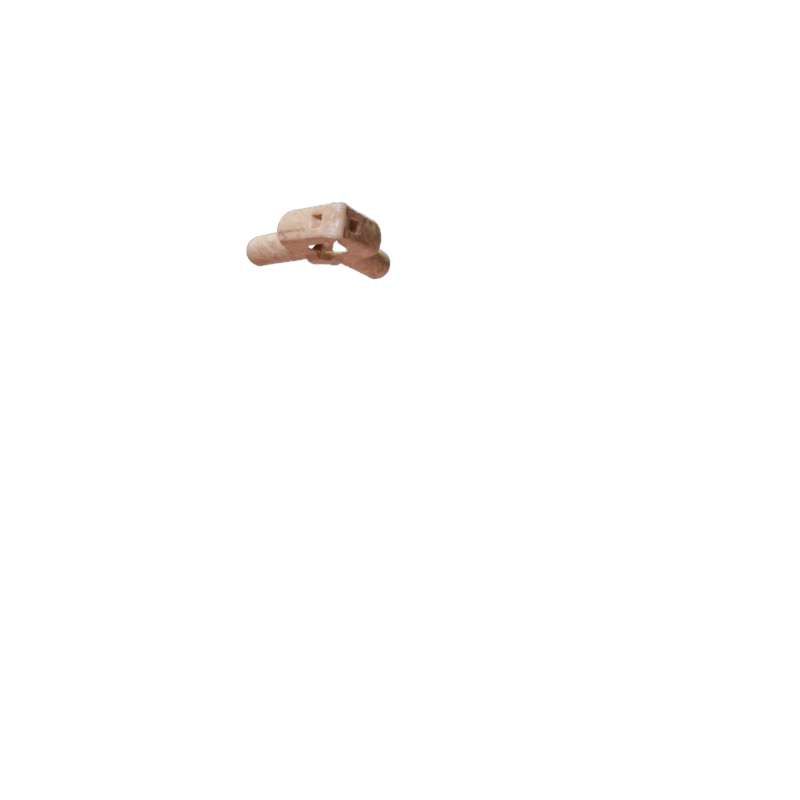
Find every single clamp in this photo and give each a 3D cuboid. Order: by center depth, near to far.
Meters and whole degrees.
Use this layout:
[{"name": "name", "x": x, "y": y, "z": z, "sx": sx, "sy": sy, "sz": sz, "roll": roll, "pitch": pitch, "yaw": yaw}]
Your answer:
[{"name": "clamp", "x": -0.068, "y": -0.124, "z": 0.868, "sx": 0.120, "sy": 0.040, "sz": 0.167, "roll": 0, "pitch": -7, "yaw": 1}]
